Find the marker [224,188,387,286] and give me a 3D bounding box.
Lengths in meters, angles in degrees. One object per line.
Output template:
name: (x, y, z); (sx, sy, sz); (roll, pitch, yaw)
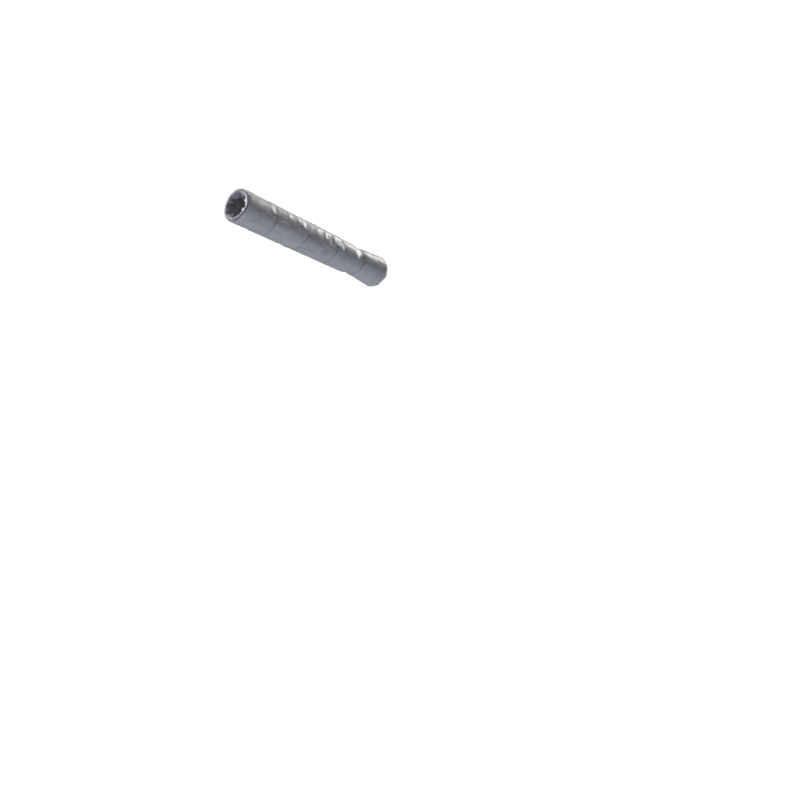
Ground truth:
marker: (-0.048, -0.088, 0.618); (0.021, 0.020, 0.113); (4, -12, 43)
